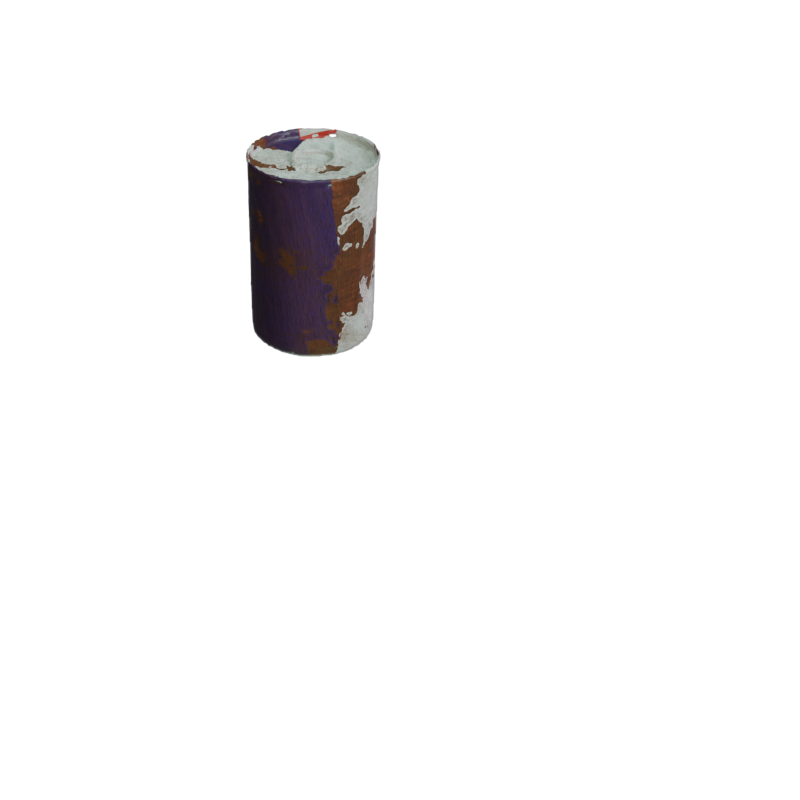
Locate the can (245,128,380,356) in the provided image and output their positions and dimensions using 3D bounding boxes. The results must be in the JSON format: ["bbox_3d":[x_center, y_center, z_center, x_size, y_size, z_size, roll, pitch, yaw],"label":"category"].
[{"bbox_3d":[-0.045,-0.083,0.581,0.068,0.096,0.073,0,32,-3],"label":"can"}]
